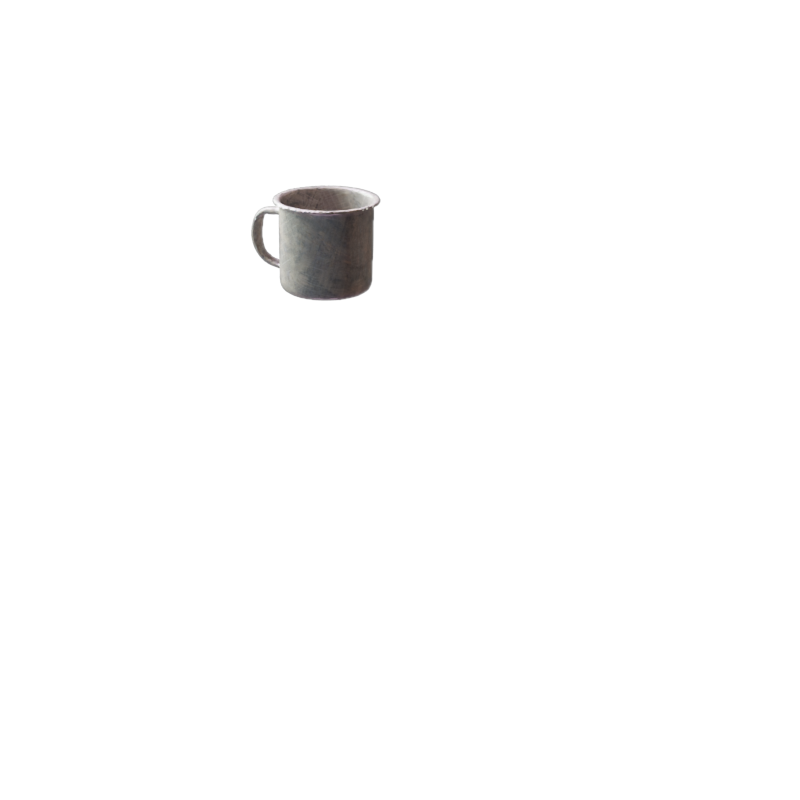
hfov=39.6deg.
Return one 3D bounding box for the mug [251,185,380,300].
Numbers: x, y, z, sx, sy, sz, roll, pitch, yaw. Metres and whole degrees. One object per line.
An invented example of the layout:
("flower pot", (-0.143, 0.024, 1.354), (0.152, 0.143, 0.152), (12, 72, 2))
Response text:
("mug", (-0.076, -0.138, 0.968), (0.120, 0.078, 0.095), (7, 22, 17))
